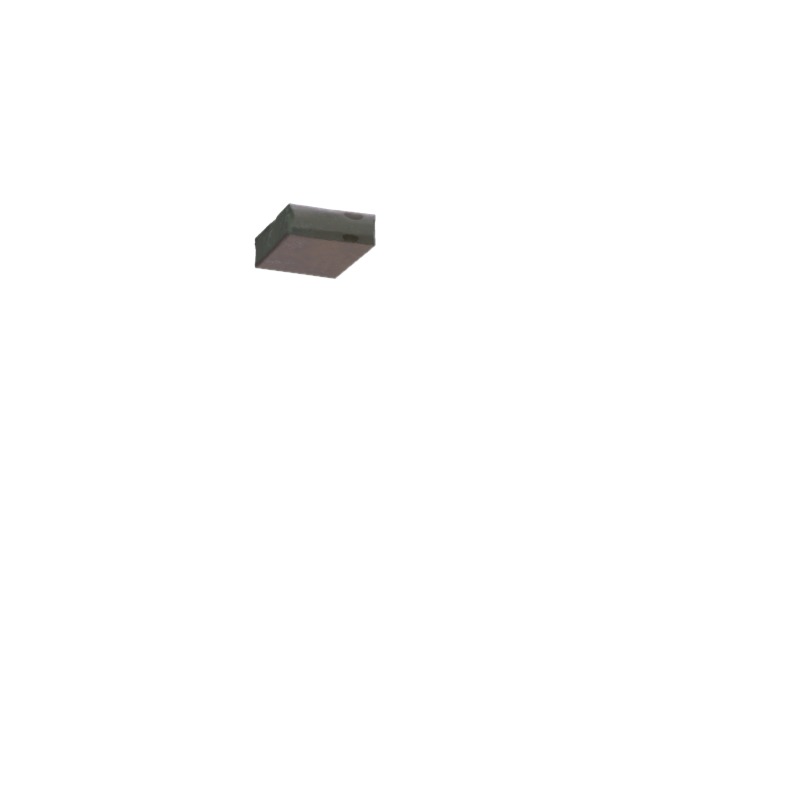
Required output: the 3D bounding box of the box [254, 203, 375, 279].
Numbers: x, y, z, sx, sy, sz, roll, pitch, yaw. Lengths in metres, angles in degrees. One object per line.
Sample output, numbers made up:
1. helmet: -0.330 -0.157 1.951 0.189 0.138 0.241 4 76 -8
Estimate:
1. box: -0.070 -0.127 0.890 0.071 0.031 0.089 5 -14 -22
